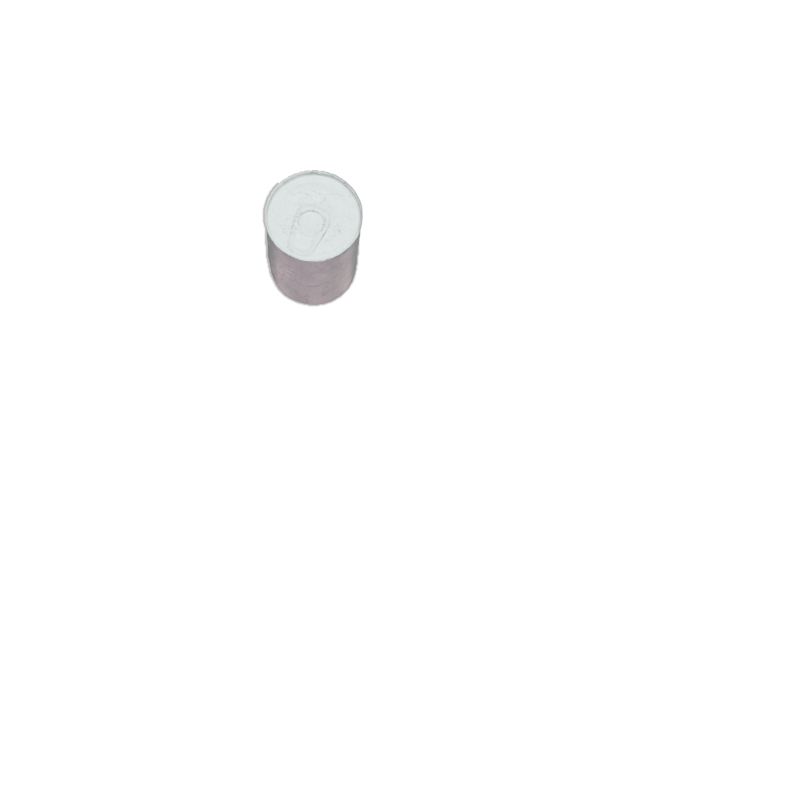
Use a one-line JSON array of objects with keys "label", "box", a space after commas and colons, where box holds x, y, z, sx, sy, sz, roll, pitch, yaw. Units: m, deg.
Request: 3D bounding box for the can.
[{"label": "can", "box": [-0.063, -0.115, 0.808, 0.068, 0.072, 0.098, 0, -16, -3]}]
